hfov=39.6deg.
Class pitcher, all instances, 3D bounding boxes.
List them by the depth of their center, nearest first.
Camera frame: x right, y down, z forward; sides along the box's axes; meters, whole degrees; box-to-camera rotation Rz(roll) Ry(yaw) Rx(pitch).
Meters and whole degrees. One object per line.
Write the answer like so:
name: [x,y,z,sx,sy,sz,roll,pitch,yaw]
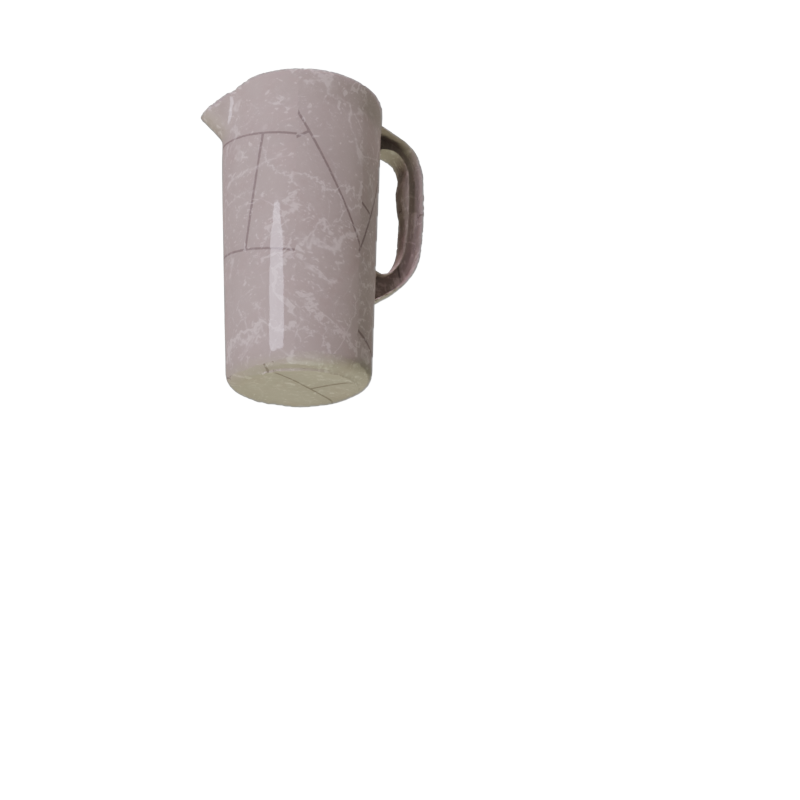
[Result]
pitcher: [-0.068,-0.123,0.863,0.151,0.256,0.135,-9,-24,18]
